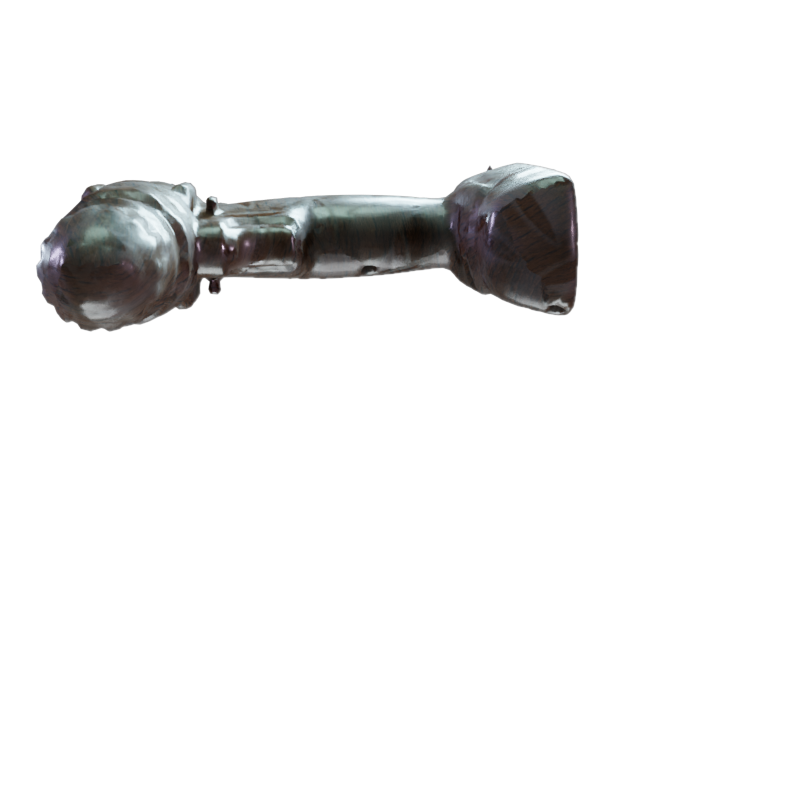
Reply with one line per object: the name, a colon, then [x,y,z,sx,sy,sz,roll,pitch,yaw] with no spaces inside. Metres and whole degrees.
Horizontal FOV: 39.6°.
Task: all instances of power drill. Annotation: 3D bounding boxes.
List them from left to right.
power drill: [-0.033,-0.060,0.423,0.187,0.056,0.189,-1,14,-2]
